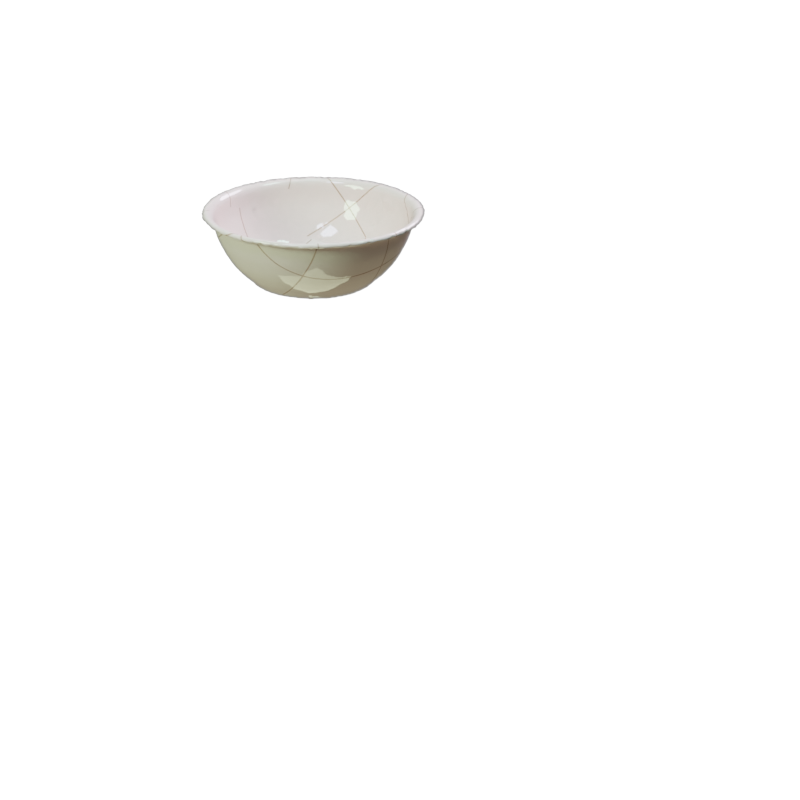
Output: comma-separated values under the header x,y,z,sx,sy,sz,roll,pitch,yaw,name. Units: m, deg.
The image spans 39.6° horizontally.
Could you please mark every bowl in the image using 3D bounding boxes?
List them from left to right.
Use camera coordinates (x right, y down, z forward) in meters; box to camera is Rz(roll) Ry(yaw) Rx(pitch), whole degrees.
x,y,z,sx,sy,sz,roll,pitch,yaw,name
-0.064,-0.117,0.817,0.162,0.052,0.171,-1,26,-2,bowl
